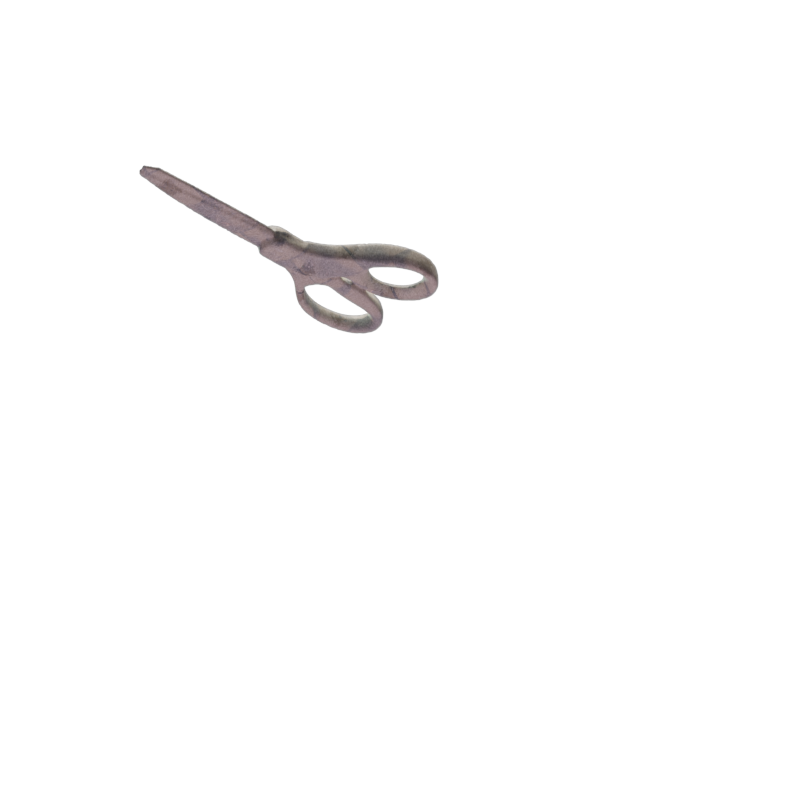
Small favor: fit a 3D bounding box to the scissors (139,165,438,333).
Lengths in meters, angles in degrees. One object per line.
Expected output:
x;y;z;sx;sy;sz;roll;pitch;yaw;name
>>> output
-0.049;-0.088;0.620;0.097;0.017;0.187;-13;-29;23;scissors
